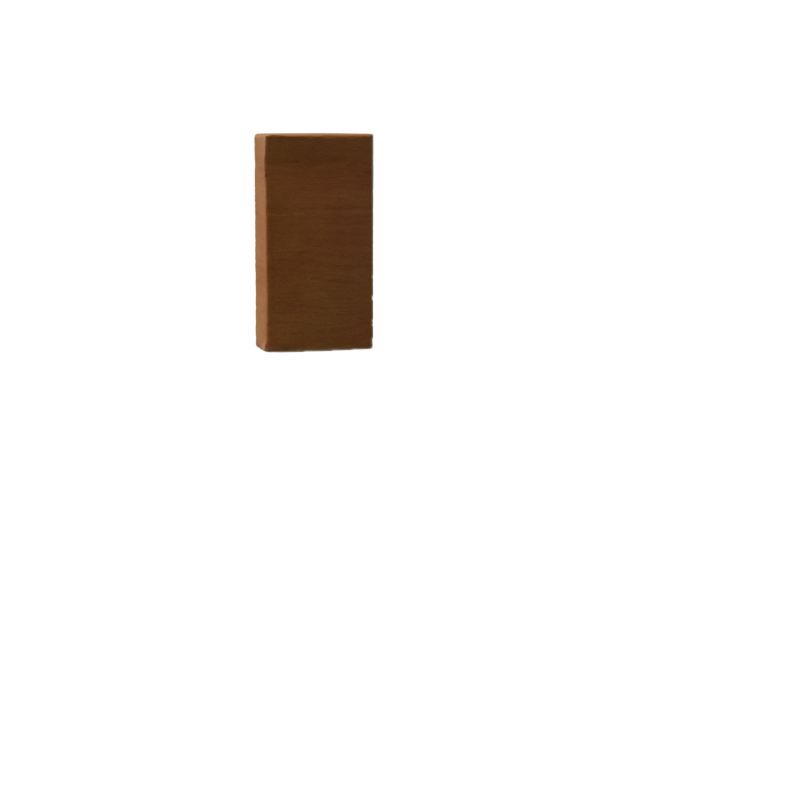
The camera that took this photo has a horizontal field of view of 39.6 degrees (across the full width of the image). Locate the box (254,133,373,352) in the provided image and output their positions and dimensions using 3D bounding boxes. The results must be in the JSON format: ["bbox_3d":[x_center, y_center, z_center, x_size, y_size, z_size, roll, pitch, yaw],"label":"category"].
[{"bbox_3d":[-0.071,-0.129,0.902,0.091,0.175,0.049,-1,4,-18],"label":"box"}]
